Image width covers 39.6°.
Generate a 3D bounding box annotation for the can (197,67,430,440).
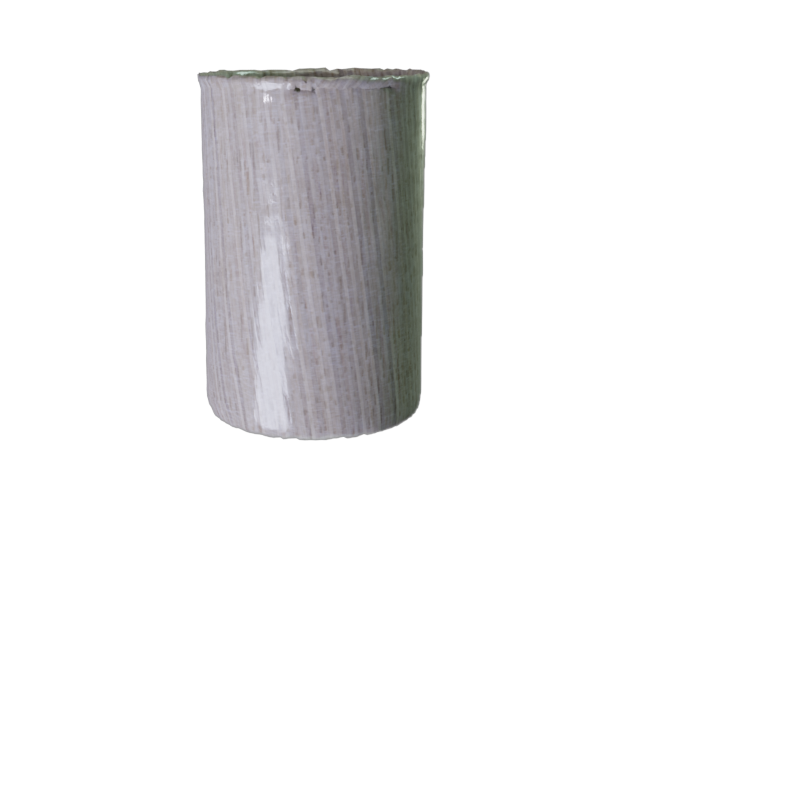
[{"bbox_3d":[-0.026,-0.048,0.334,0.068,0.099,0.071,0,14,-2],"label":"can"}]
